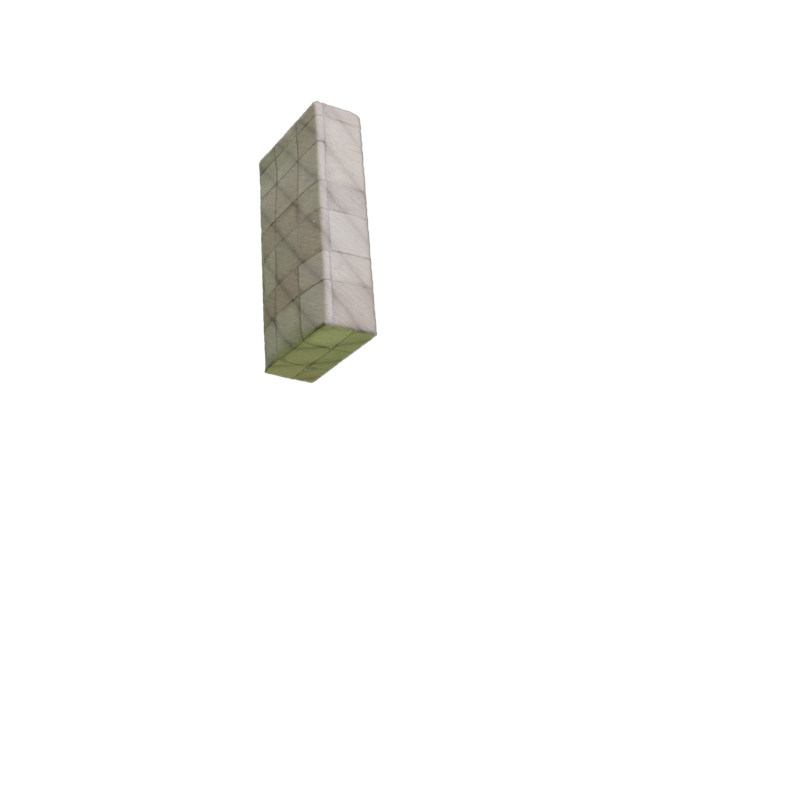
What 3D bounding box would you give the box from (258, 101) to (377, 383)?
[{"bbox_3d":[-0.061,-0.111,0.780,0.046,0.187,0.092,15,-31,-29],"label":"box"}]
